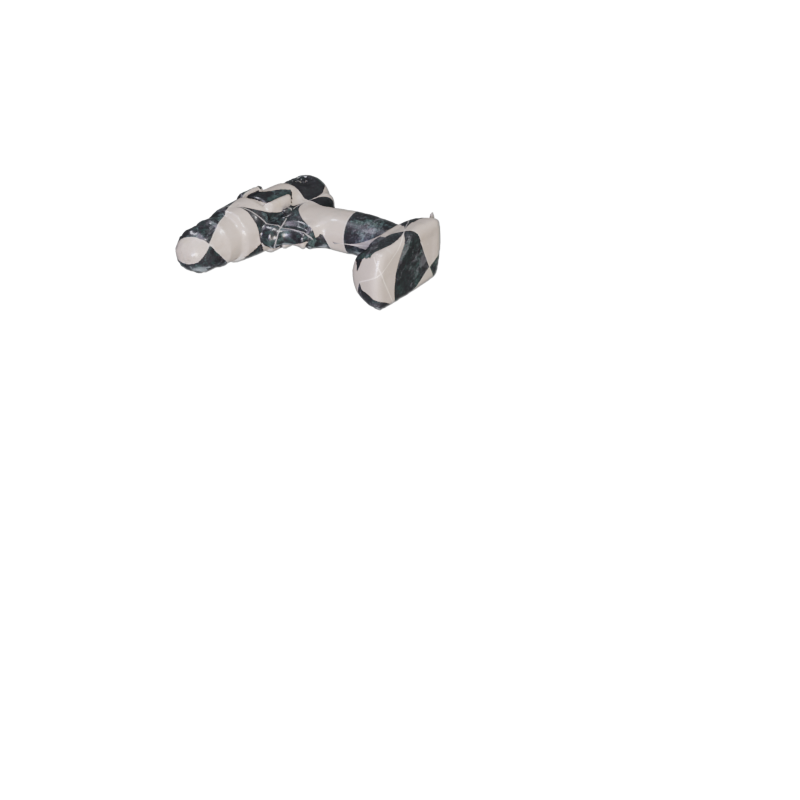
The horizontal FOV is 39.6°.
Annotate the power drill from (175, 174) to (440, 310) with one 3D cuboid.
[{"bbox_3d":[-0.075,-0.137,0.958,0.198,0.054,0.185,22,38,30],"label":"power drill"}]
